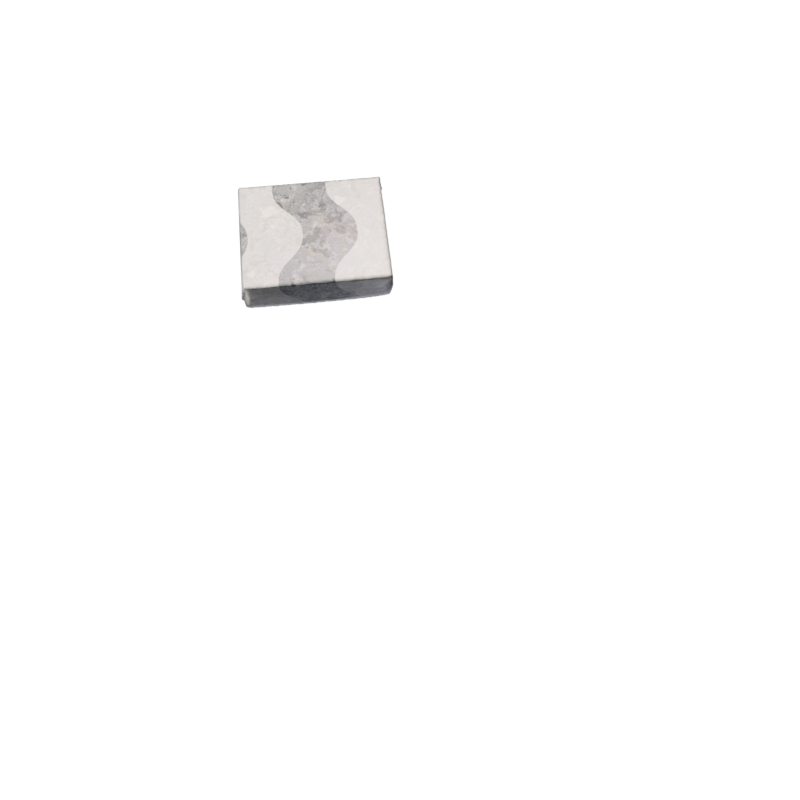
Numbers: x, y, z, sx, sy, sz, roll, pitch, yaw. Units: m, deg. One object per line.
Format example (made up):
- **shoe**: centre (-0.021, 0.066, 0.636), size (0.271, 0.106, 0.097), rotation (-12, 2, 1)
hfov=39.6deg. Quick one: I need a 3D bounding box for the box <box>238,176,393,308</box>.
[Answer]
- **box**: centre (-0.066, -0.120, 0.843), size (0.113, 0.096, 0.037), rotation (-5, -28, -3)
